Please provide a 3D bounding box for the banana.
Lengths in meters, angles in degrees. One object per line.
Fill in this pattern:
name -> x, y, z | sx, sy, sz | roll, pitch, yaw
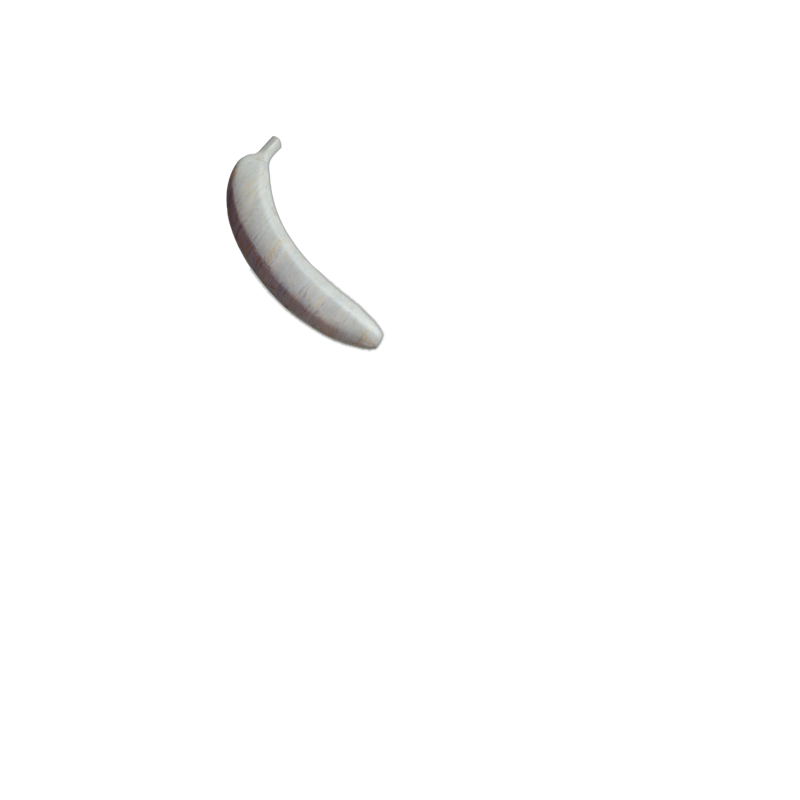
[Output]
banana -> -0.084, -0.116, 0.837 | 0.069, 0.209, 0.035 | -23, -21, -10
